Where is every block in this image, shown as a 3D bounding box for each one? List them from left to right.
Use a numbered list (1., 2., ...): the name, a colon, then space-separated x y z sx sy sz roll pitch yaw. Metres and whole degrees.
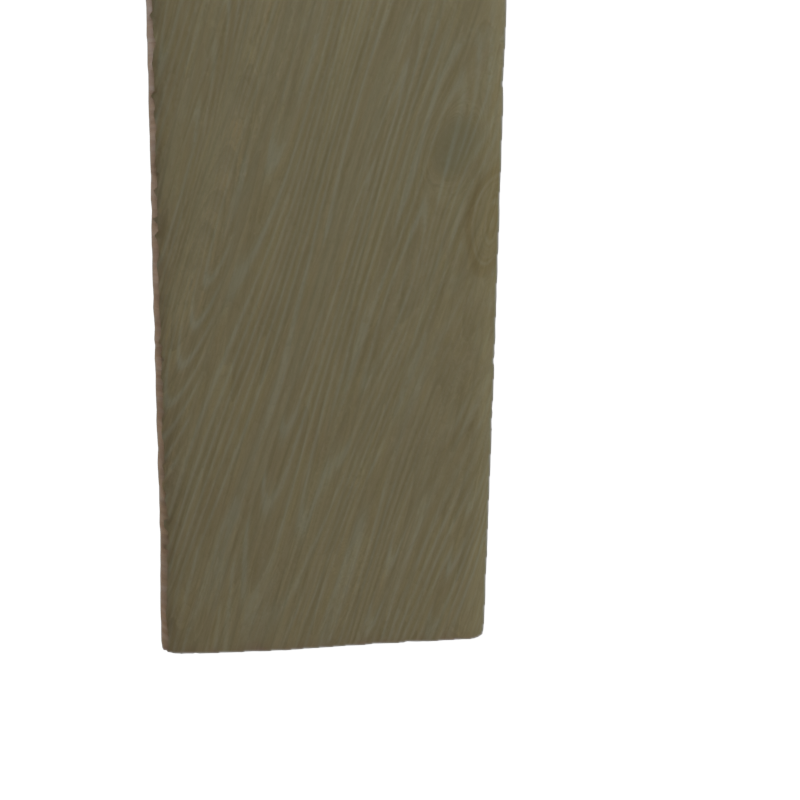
1. block: -0.025 -0.046 0.322 0.089 0.201 0.094 -1 12 -7
